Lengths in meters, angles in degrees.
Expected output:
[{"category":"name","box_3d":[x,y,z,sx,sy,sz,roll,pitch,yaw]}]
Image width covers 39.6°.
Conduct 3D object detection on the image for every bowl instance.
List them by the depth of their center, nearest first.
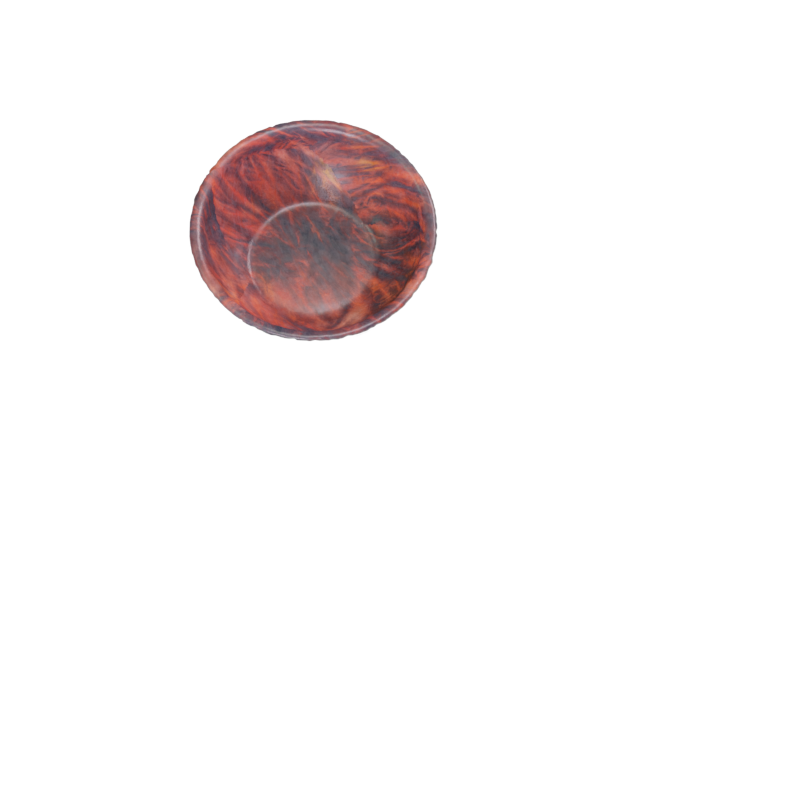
[{"category":"bowl","box_3d":[-0.058,-0.107,0.746,0.162,0.171,0.052,-1,-24,-1]}]
